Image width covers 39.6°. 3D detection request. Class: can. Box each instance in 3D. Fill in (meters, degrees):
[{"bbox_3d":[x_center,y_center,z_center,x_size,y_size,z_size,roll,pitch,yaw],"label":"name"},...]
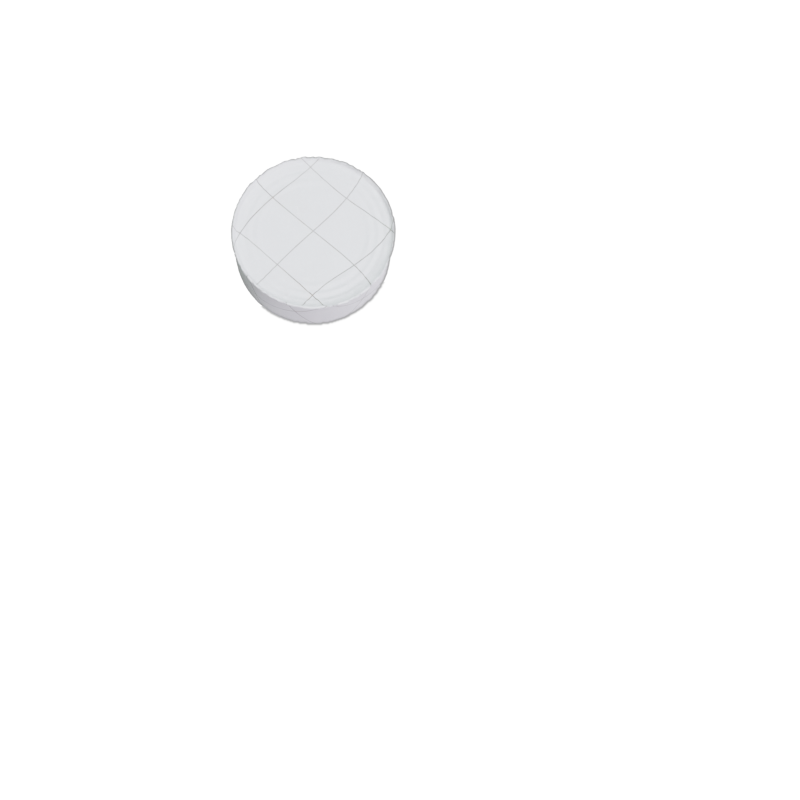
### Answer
[{"bbox_3d":[-0.046,-0.085,0.592,0.086,0.090,0.032,-1,-20,-1],"label":"can"}]
